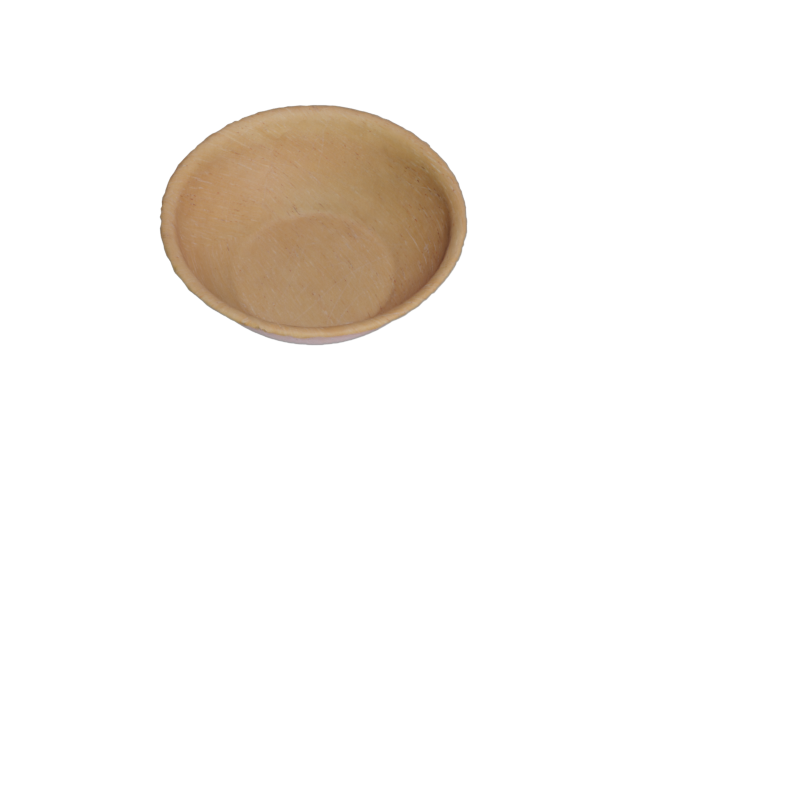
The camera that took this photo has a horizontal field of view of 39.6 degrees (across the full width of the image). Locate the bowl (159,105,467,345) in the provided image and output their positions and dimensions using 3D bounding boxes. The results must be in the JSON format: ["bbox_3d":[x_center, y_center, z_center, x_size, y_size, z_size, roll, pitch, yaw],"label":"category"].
[{"bbox_3d":[-0.047,-0.086,0.602,0.162,0.174,0.051,-1,-37,-1],"label":"bowl"}]
